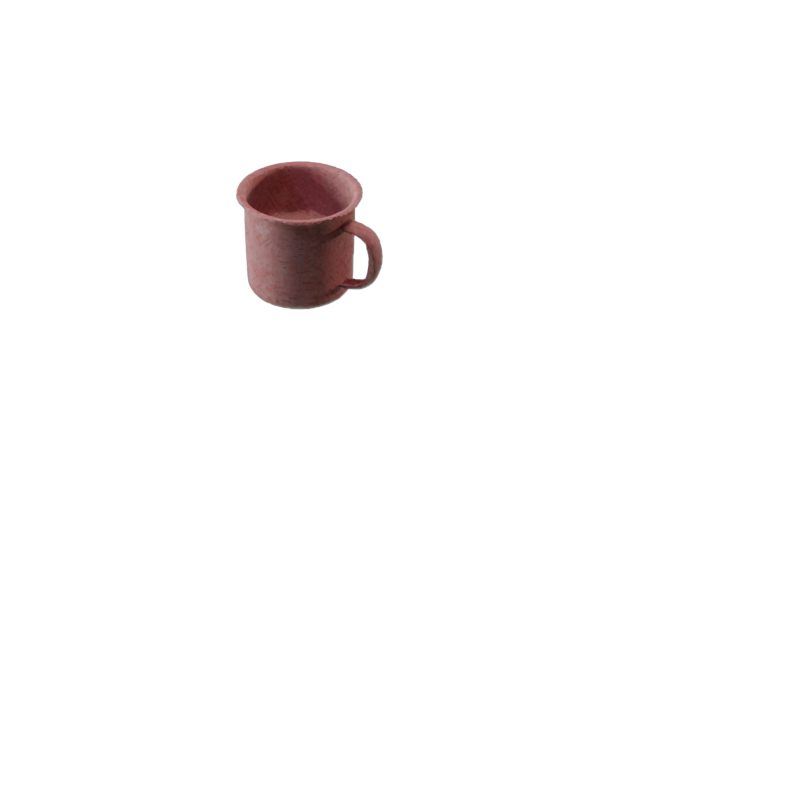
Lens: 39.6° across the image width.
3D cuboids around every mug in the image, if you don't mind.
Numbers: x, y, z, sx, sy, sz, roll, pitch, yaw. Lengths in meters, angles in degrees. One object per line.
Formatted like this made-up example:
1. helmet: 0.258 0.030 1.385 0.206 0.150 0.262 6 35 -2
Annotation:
1. mug: -0.065 -0.118 0.827 0.123 0.076 0.095 20 40 24
